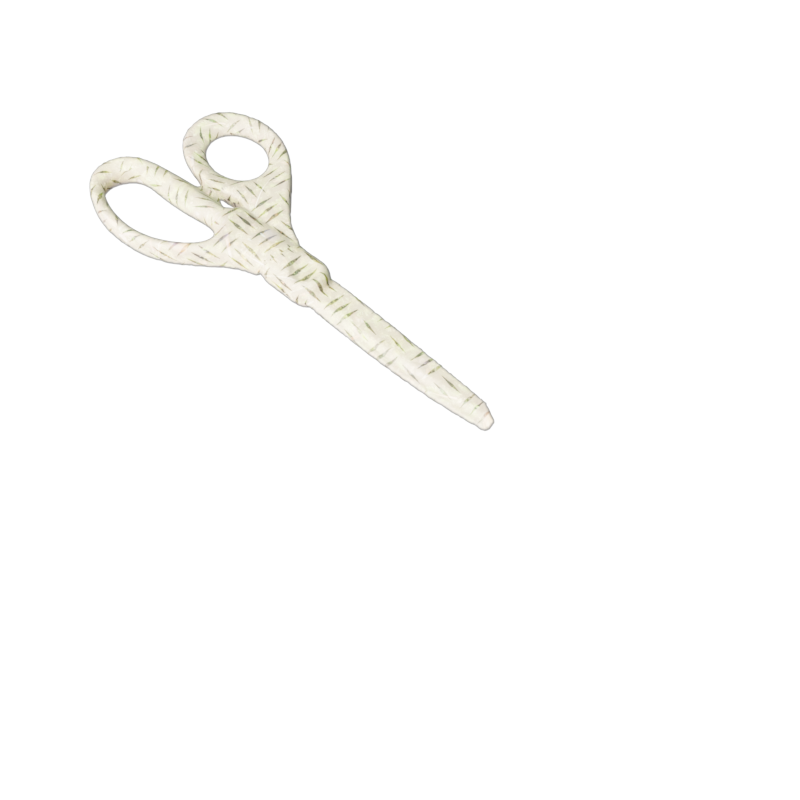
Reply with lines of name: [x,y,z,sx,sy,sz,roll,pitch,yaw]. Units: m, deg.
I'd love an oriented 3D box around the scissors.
scissors: [-0.036,-0.066,0.463,0.209,0.099,0.015,24,-34,17]
